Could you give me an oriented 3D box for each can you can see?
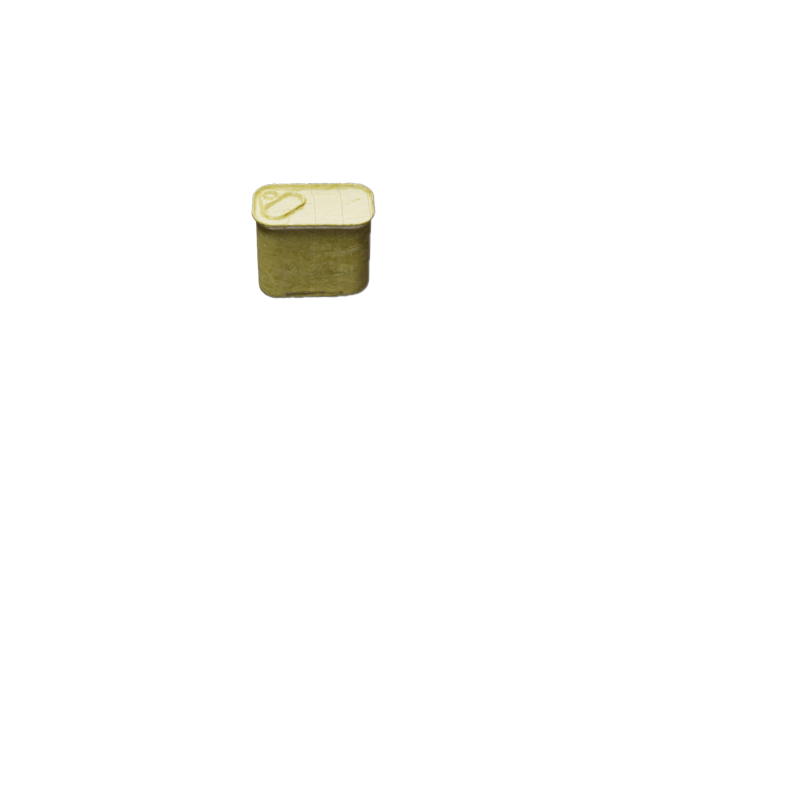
[{"bbox_3d":[-0.074,-0.135,0.943,0.102,0.078,0.062,0,43,-2],"label":"can"}]
